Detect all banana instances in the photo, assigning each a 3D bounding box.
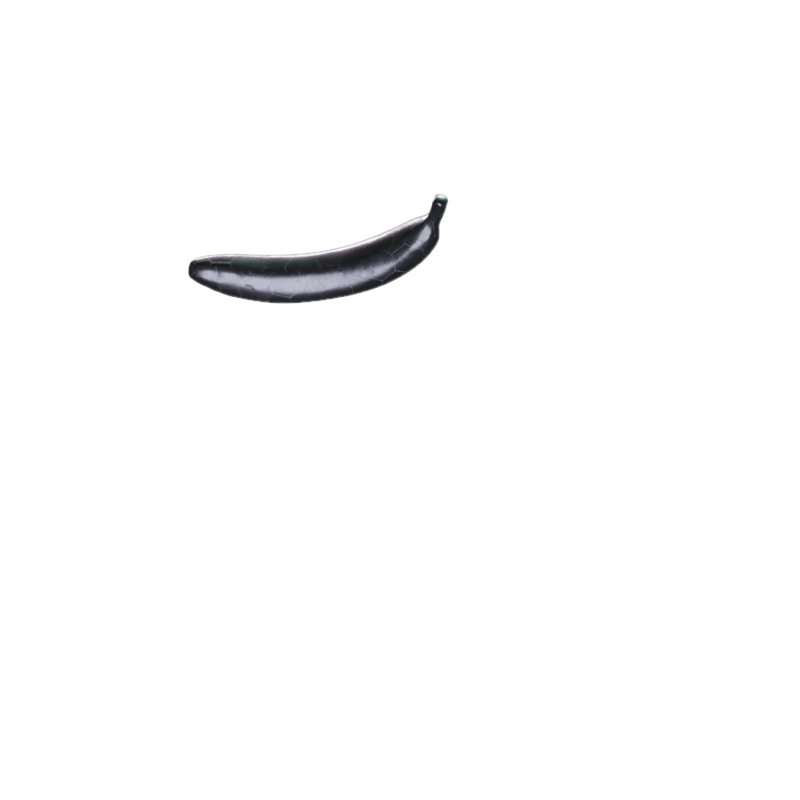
[{"bbox_3d":[-0.054,-0.103,0.815,0.199,0.064,0.039,-14,37,11],"label":"banana"}]
